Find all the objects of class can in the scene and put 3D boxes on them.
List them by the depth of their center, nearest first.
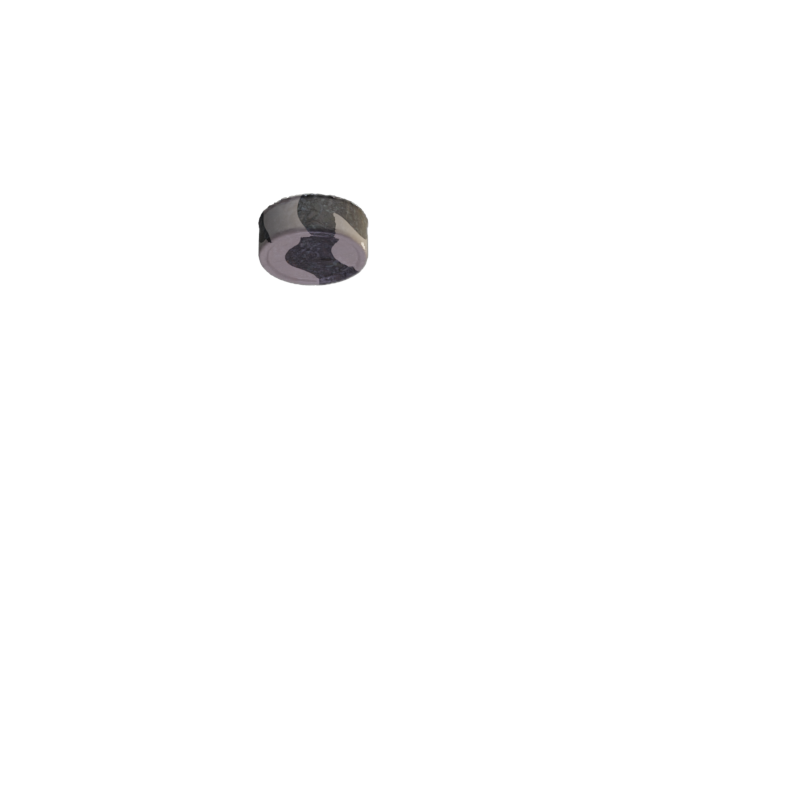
[{"bbox_3d":[-0.067,-0.122,0.855,0.086,0.036,0.081,1,-26,-2],"label":"can"}]
